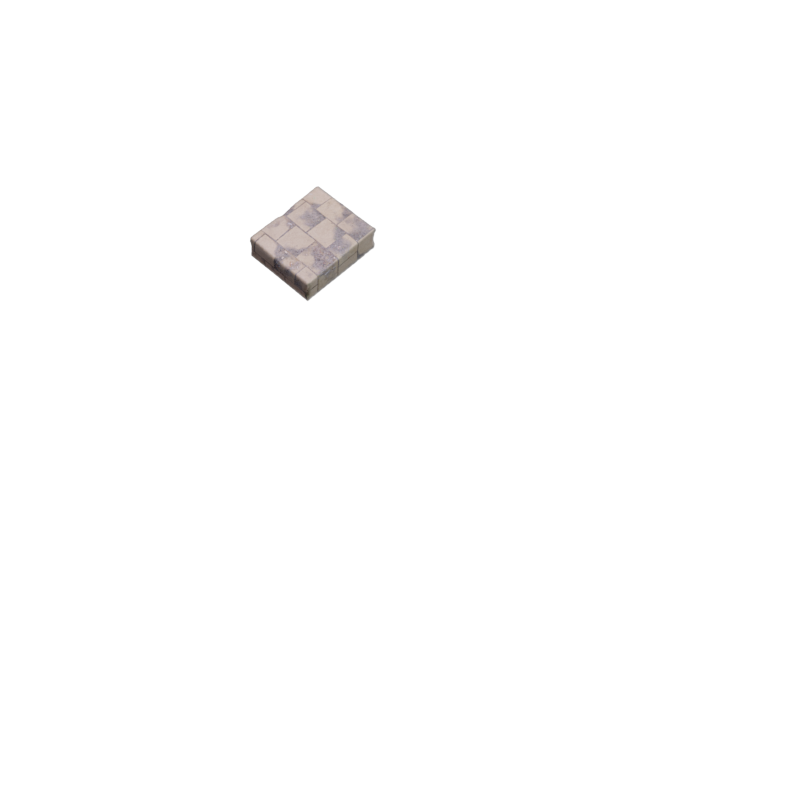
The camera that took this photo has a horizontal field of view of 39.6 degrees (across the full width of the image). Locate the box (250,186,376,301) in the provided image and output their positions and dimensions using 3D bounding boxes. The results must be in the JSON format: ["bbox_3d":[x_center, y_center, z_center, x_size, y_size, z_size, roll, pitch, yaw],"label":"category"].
[{"bbox_3d":[-0.077,-0.141,0.989,0.077,0.090,0.028,38,-27,23],"label":"box"}]
